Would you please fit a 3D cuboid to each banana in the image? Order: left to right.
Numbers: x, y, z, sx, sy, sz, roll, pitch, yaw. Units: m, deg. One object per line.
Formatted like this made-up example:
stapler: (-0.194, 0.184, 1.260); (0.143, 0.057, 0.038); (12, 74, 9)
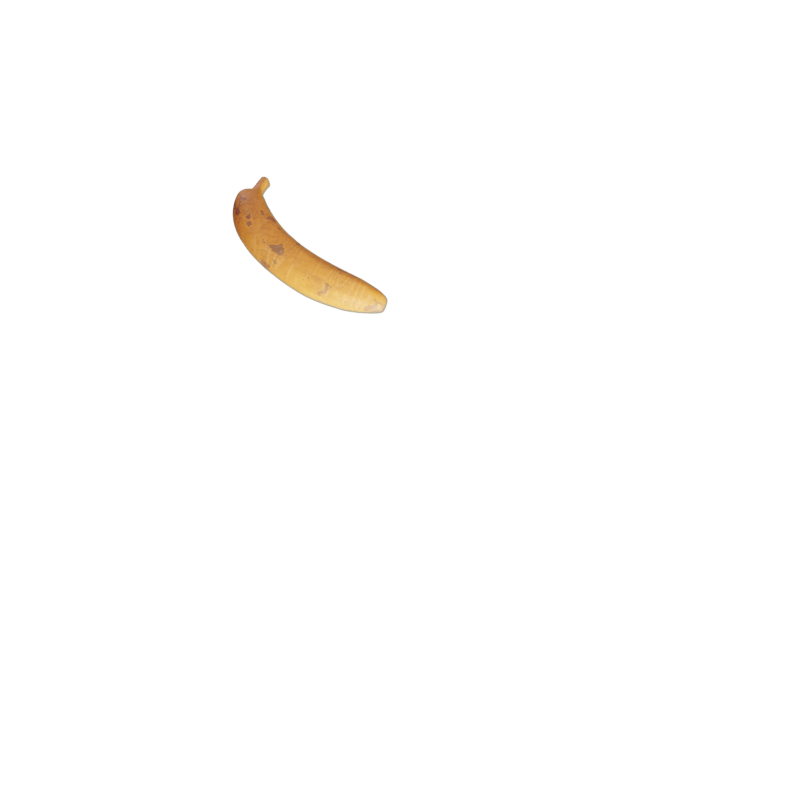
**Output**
banana: (-0.095, -0.136, 0.989); (0.069, 0.212, 0.034); (-29, -33, -21)
